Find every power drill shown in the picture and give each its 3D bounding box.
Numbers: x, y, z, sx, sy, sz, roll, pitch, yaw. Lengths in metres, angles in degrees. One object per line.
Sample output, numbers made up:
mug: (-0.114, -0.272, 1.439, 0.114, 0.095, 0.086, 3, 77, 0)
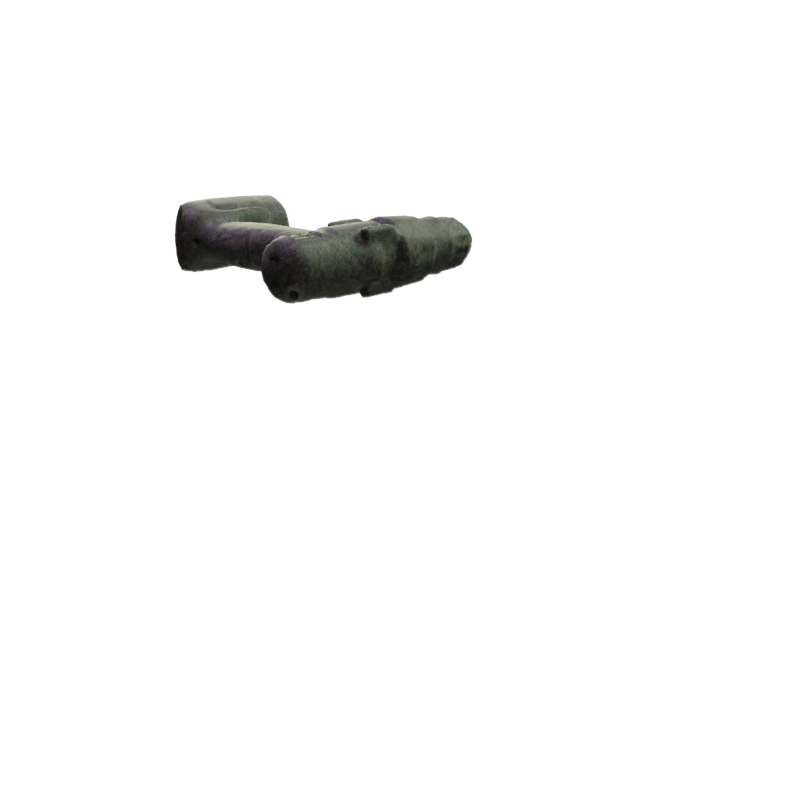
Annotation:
power drill: (-0.065, -0.119, 0.832, 0.180, 0.056, 0.198, -13, 20, -41)
